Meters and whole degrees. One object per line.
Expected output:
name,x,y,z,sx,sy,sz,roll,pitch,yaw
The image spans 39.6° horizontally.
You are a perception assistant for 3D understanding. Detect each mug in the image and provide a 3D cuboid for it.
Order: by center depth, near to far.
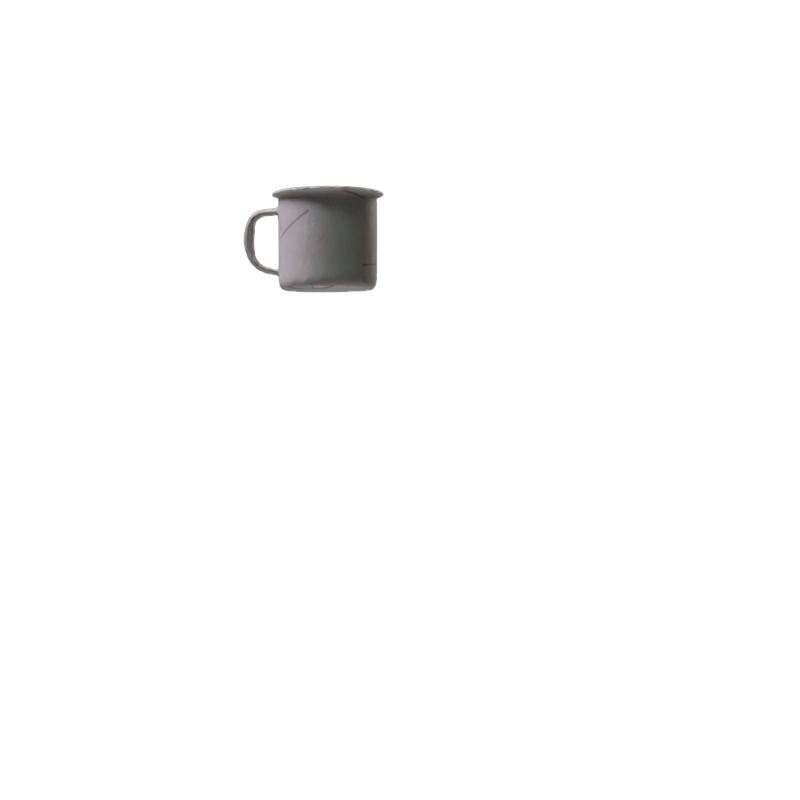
mug,-0.072,-0.131,0.921,0.118,0.082,0.092,0,0,3
